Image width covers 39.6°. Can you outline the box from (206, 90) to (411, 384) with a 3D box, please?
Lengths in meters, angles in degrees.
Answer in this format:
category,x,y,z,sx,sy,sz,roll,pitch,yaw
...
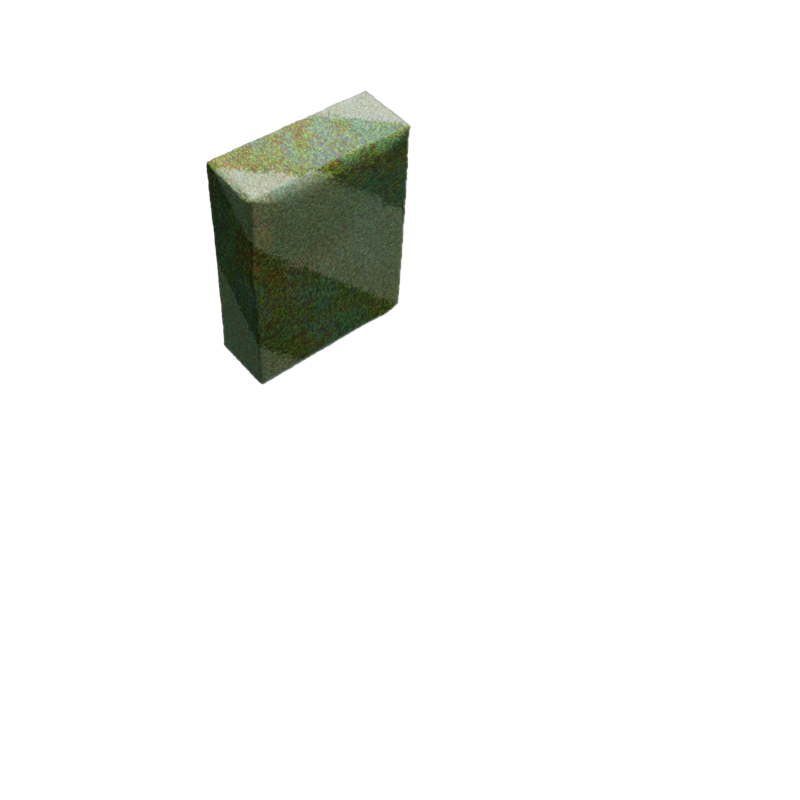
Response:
category,x,y,z,sx,sy,sz,roll,pitch,yaw
box,-0.075,-0.136,0.954,0.164,0.199,0.077,-31,56,-27
